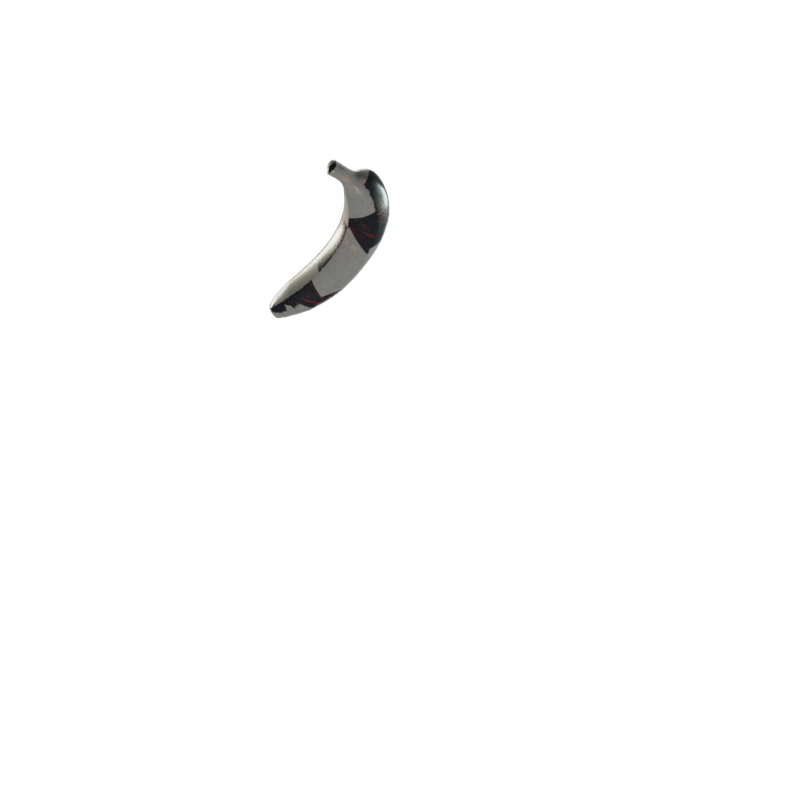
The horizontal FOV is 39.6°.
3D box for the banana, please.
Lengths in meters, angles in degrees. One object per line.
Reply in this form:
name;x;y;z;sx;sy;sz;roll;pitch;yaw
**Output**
banana;-0.053;-0.130;0.919;0.068;0.039;0.189;11;-39;-15
